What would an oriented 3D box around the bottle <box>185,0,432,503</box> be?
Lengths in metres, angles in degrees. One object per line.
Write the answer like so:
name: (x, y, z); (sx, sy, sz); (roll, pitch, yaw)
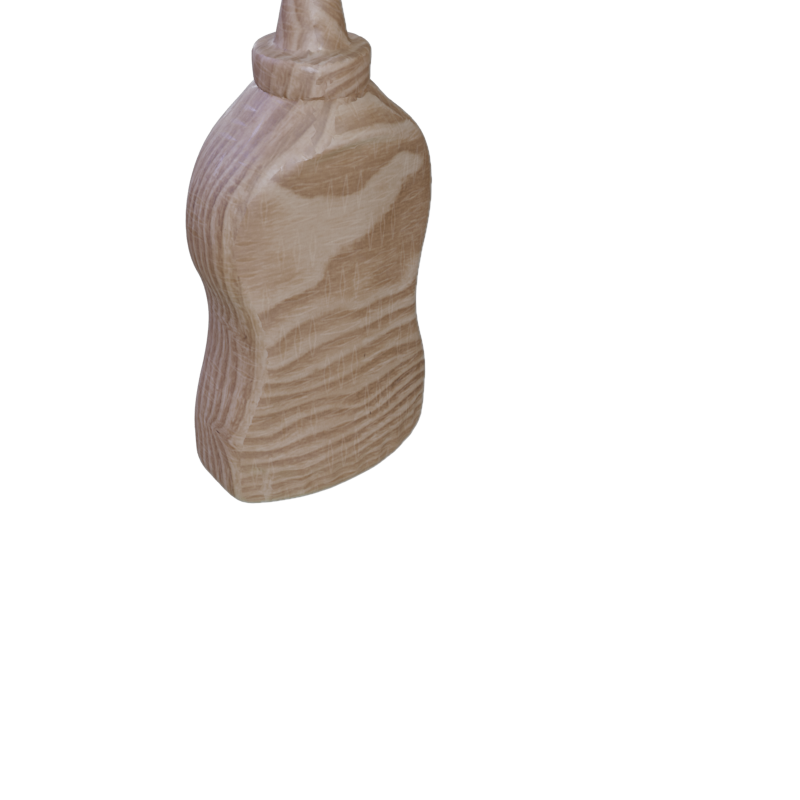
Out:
bottle: (-0.032, -0.059, 0.410); (0.095, 0.180, 0.063); (-19, 37, -31)
